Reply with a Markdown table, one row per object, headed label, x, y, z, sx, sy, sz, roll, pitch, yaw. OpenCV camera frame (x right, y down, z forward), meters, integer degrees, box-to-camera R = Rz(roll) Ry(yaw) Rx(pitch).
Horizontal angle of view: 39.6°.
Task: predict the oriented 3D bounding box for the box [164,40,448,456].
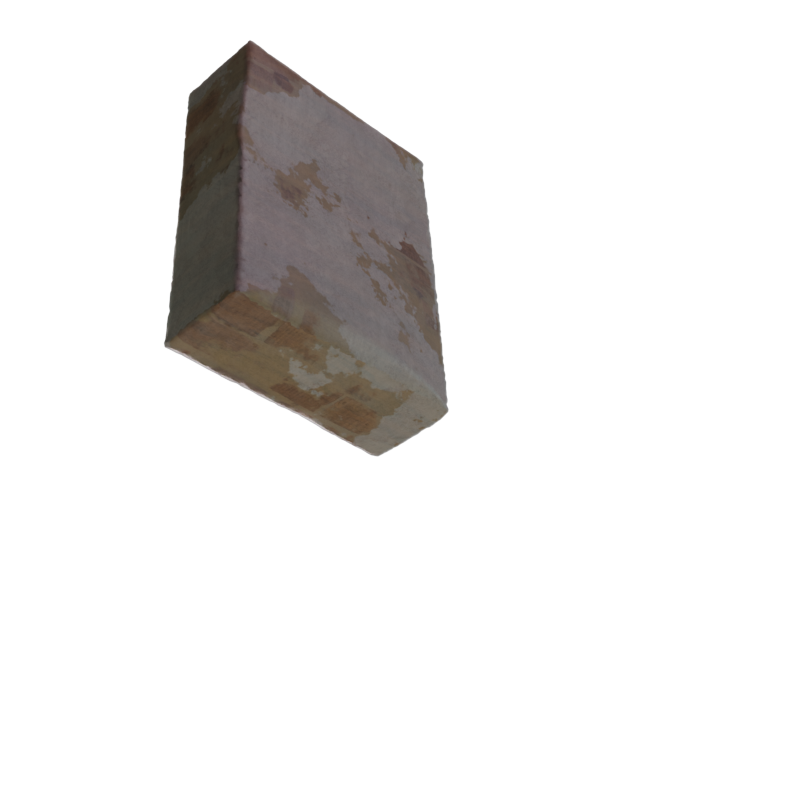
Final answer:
| label | x | y | z | sx | sy | sz | roll | pitch | yaw |
| --- | --- | --- | --- | --- | --- | --- | --- | --- | --- |
| box | -0.053 | -0.097 | 0.678 | 0.154 | 0.229 | 0.071 | 29 | -49 | -33 |
